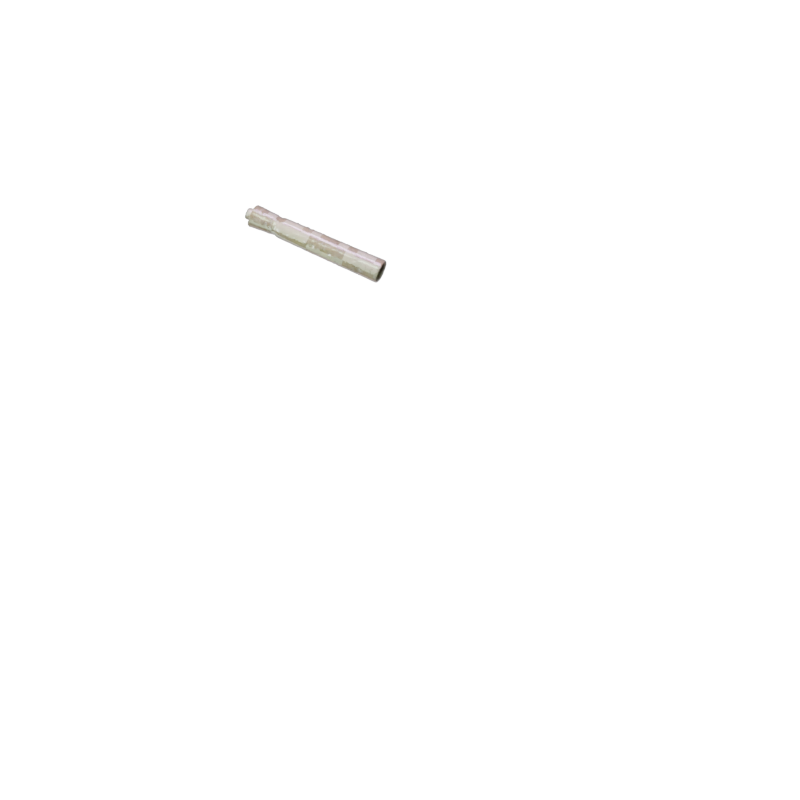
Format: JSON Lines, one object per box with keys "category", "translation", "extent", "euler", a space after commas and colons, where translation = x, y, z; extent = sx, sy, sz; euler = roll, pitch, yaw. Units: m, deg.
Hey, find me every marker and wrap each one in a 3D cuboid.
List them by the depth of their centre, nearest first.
{"category": "marker", "translation": [-0.069, -0.126, 0.880], "extent": [0.125, 0.019, 0.019], "euler": [26, 10, 15]}
